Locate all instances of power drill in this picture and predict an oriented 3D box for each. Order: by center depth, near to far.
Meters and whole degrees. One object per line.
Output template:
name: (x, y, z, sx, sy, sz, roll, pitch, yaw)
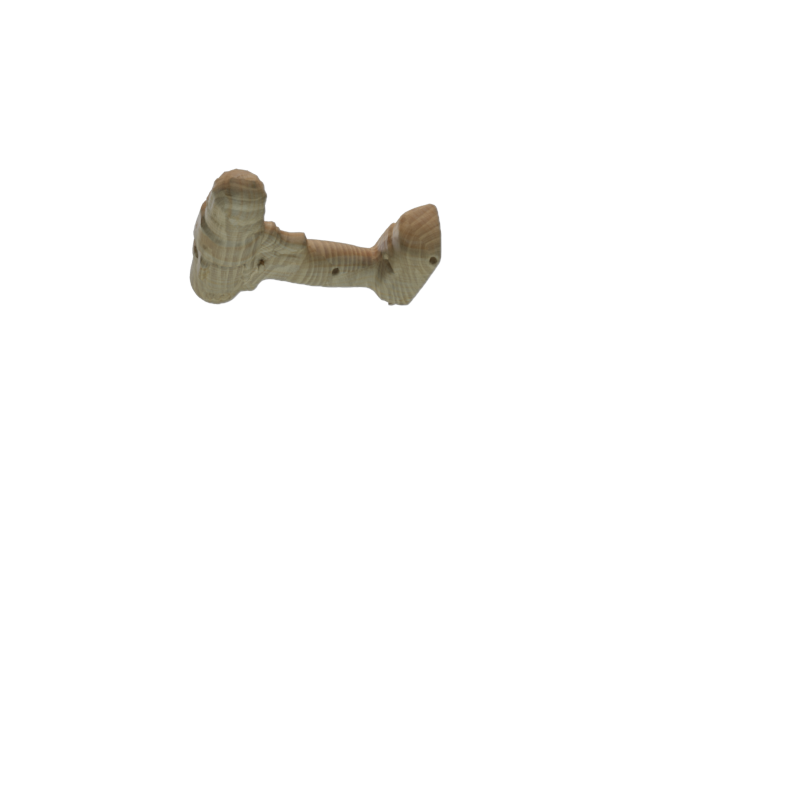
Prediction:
power drill: (-0.067, -0.123, 0.862, 0.184, 0.060, 0.179, 4, -17, -12)
